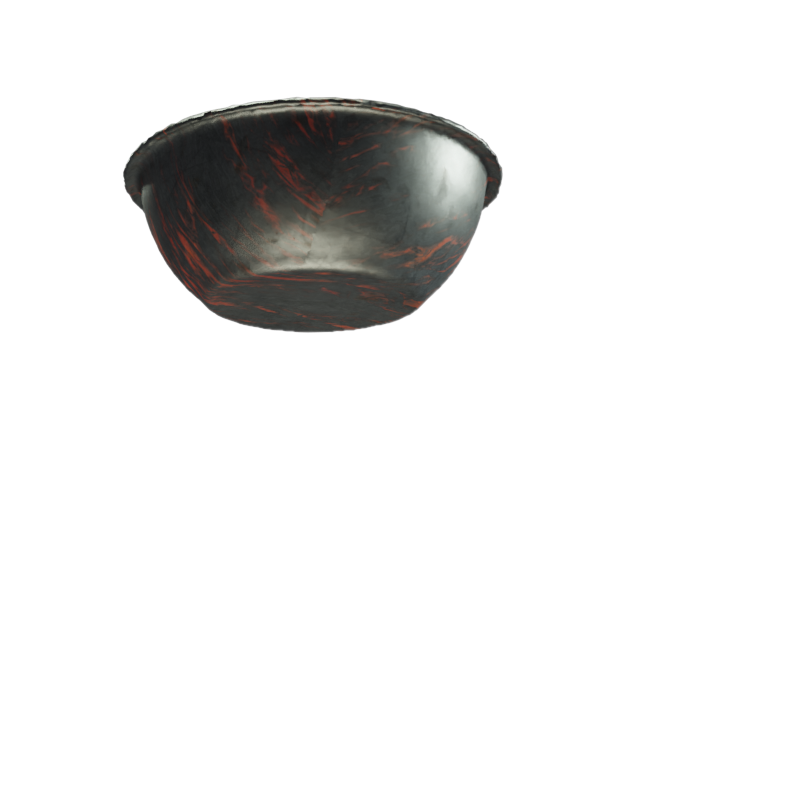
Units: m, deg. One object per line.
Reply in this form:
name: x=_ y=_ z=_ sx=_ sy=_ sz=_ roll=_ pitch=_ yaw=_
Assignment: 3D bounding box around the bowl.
bowl: x=-0.037 y=-0.067 z=0.468 sx=0.162 sy=0.057 sz=0.156 roll=0 pitch=-14 yaw=-2
